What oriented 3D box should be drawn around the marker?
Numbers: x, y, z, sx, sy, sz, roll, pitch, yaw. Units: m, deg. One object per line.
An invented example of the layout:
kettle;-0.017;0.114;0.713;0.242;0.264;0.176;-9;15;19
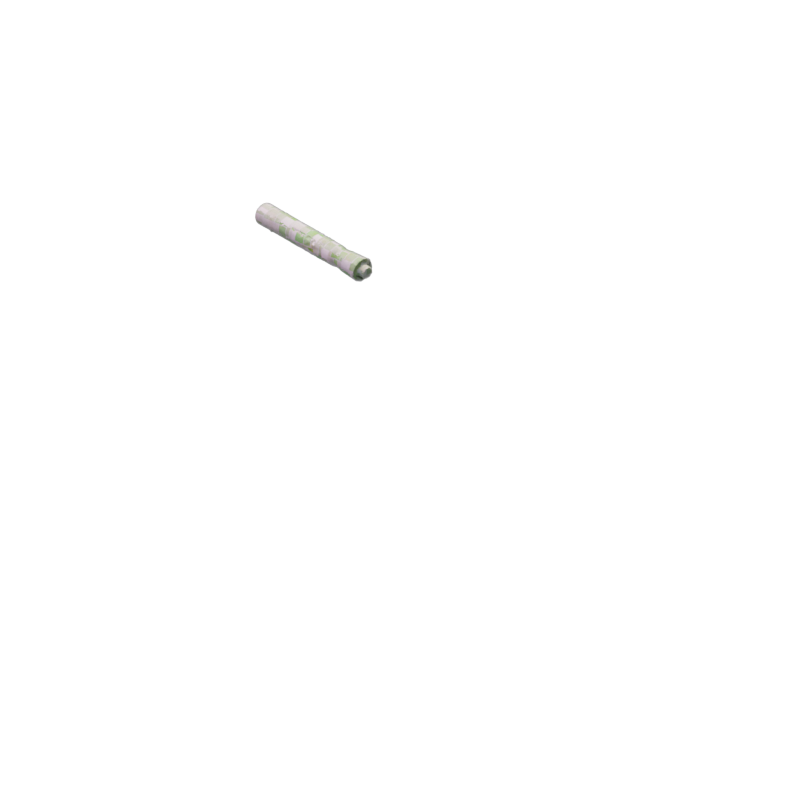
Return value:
marker;-0.065;-0.119;0.837;0.019;0.019;0.130;-3;28;-45
